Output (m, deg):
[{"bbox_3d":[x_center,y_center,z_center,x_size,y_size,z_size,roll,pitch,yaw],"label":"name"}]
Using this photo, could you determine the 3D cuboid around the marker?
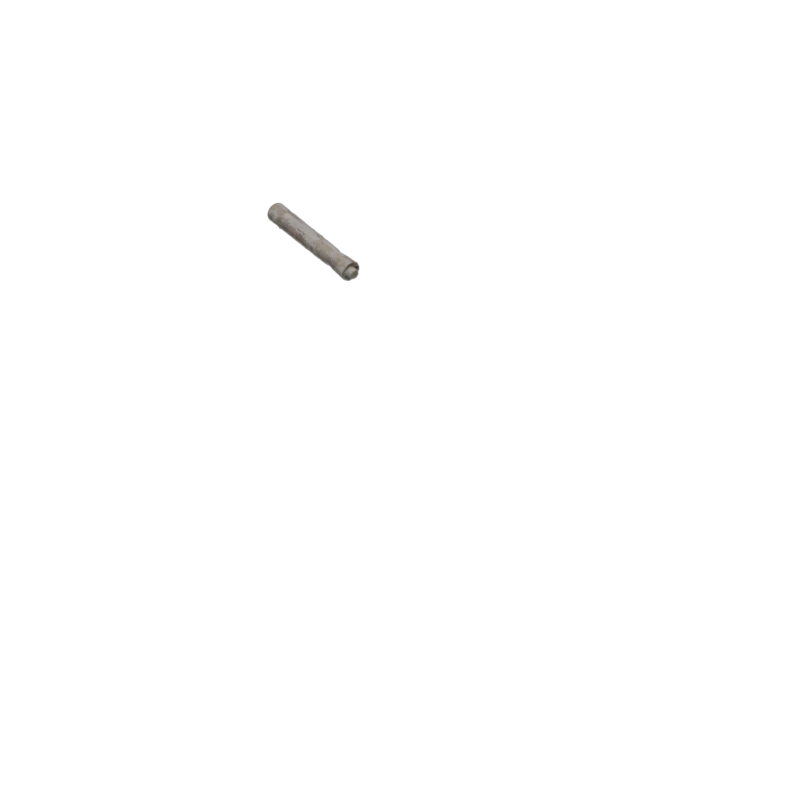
[{"bbox_3d":[-0.076,-0.139,0.976,0.019,0.019,0.130,-3,33,-42],"label":"marker"}]
